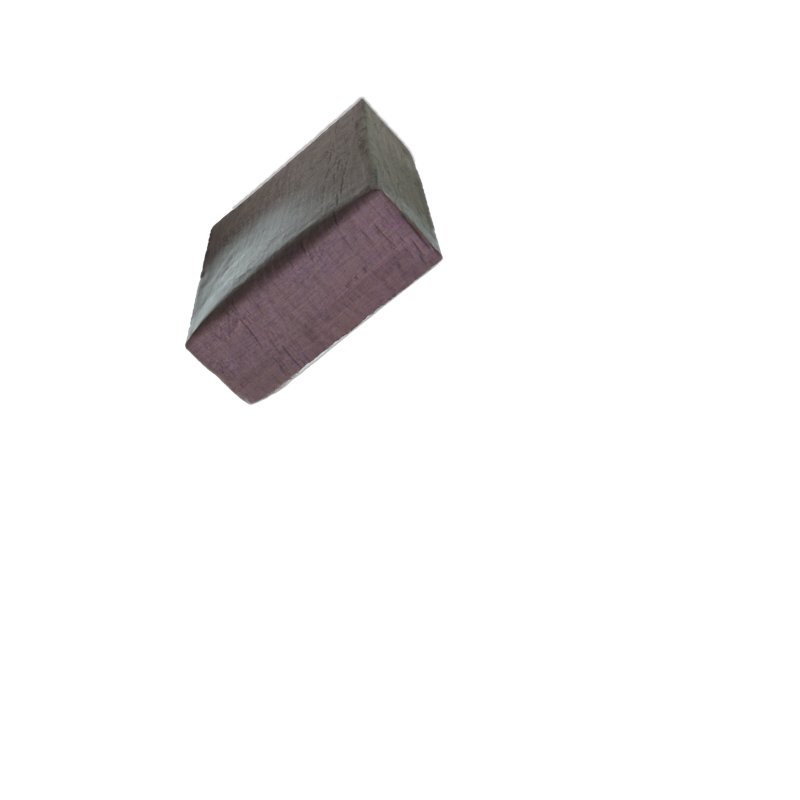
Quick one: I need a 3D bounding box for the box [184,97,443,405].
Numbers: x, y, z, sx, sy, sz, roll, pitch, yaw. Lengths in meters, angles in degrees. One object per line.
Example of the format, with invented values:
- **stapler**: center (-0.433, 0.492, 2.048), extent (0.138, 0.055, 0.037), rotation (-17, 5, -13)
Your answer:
- **box**: center (-0.061, -0.112, 0.785), extent (0.163, 0.068, 0.226), rotation (-37, 24, 15)
